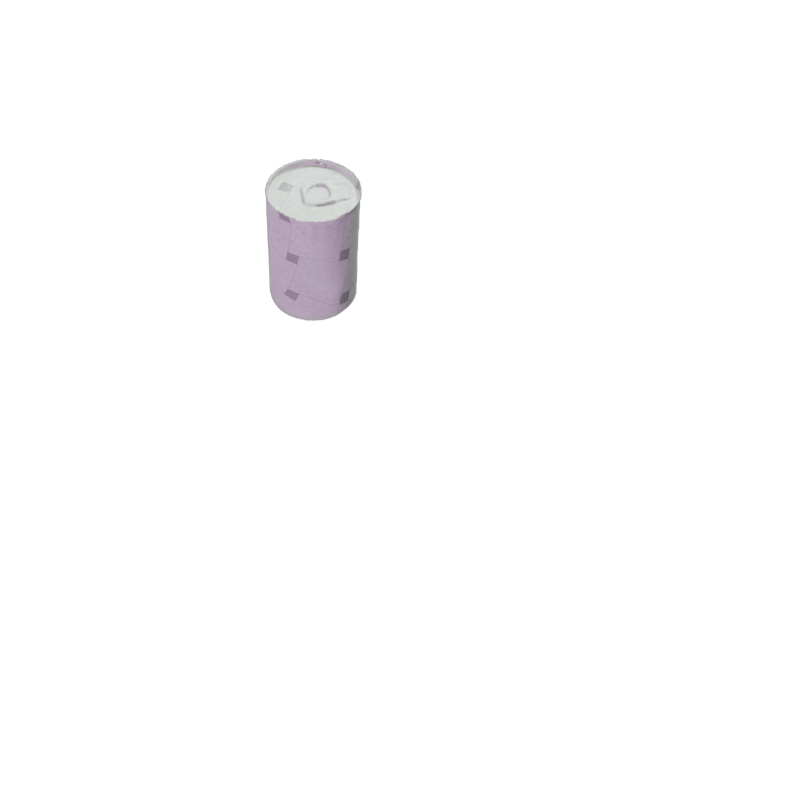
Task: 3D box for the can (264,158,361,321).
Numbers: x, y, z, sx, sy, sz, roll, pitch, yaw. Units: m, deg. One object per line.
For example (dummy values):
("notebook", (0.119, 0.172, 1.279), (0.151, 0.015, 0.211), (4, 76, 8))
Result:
("can", (-0.063, -0.116, 0.811), (0.068, 0.074, 0.095), (0, -43, -3))
